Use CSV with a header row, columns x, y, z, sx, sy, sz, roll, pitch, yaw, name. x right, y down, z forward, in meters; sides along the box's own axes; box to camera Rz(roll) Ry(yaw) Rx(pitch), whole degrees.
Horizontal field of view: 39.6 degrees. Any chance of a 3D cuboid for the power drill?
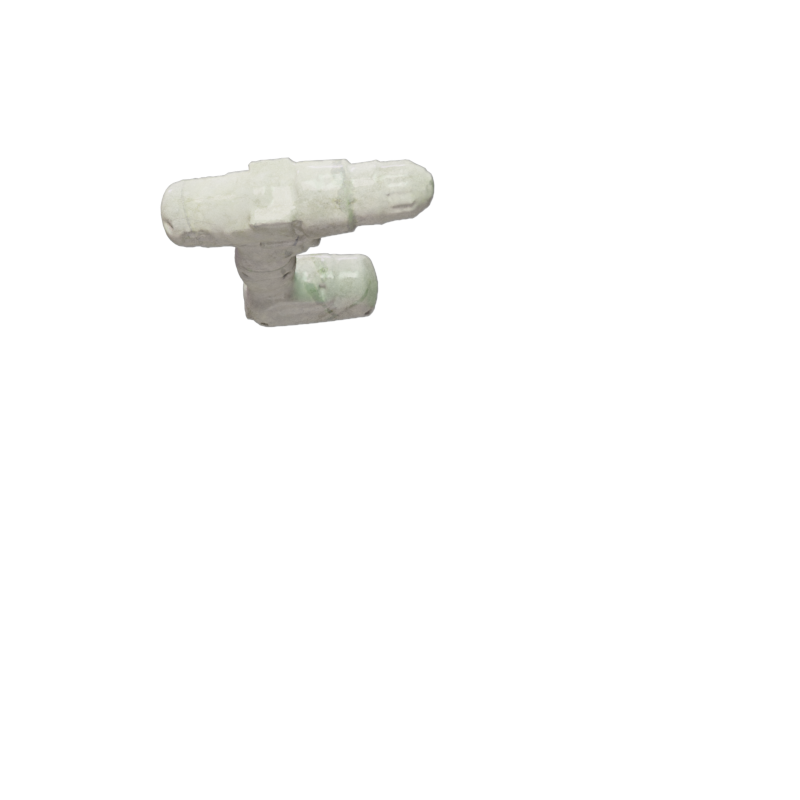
x,y,z,sx,sy,sz,roll,pitch,yaw,name
-0.063,-0.115,0.804,0.186,0.060,0.176,-3,-20,7,power drill
